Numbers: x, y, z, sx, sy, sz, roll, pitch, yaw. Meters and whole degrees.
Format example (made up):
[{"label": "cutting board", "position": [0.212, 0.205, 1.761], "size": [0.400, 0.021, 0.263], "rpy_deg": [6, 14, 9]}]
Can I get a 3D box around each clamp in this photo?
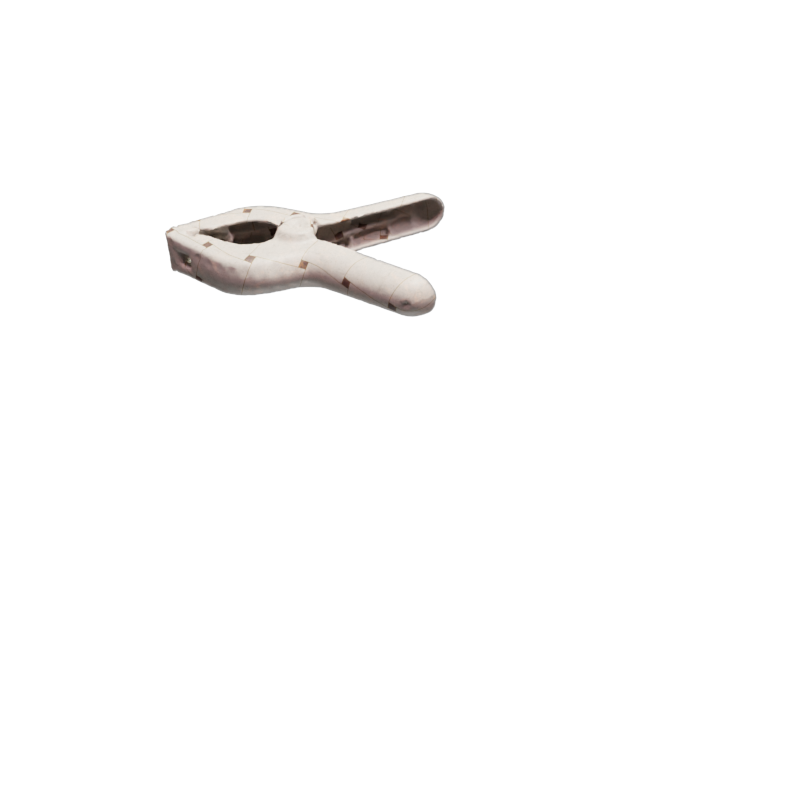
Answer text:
[{"label": "clamp", "position": [-0.053, -0.096, 0.673], "size": [0.175, 0.037, 0.124], "rpy_deg": [8, 31, 14]}]
